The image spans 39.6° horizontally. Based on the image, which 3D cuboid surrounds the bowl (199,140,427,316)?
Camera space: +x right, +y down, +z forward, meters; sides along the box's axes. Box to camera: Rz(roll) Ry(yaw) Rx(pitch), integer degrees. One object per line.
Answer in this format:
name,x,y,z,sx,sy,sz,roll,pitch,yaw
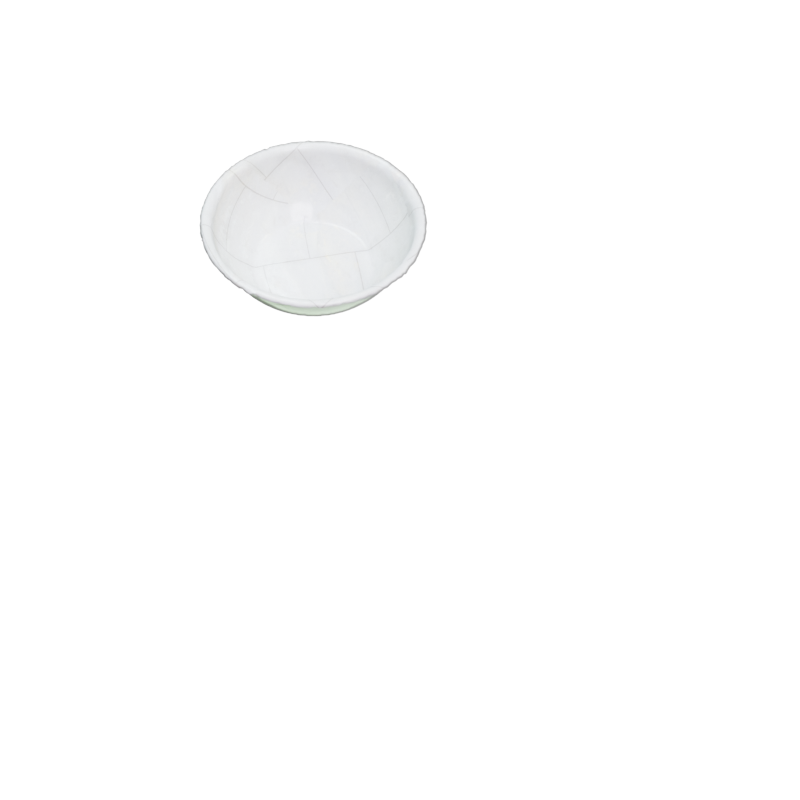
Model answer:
bowl,-0.063,-0.115,0.808,0.162,0.174,0.051,-1,-38,-1
